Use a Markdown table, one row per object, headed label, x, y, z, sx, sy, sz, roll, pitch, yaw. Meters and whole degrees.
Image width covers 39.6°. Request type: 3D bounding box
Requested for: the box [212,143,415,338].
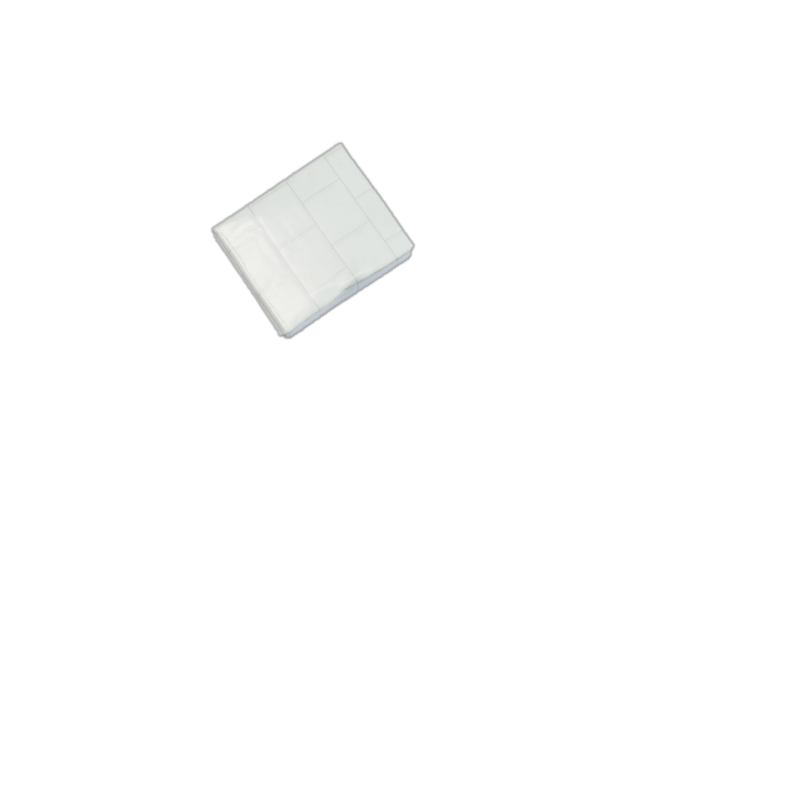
| label | x | y | z | sx | sy | sz | roll | pitch | yaw |
| --- | --- | --- | --- | --- | --- | --- | --- | --- | --- |
| box | -0.049 | -0.088 | 0.621 | 0.089 | 0.075 | 0.029 | -34 | -9 | -7 |
